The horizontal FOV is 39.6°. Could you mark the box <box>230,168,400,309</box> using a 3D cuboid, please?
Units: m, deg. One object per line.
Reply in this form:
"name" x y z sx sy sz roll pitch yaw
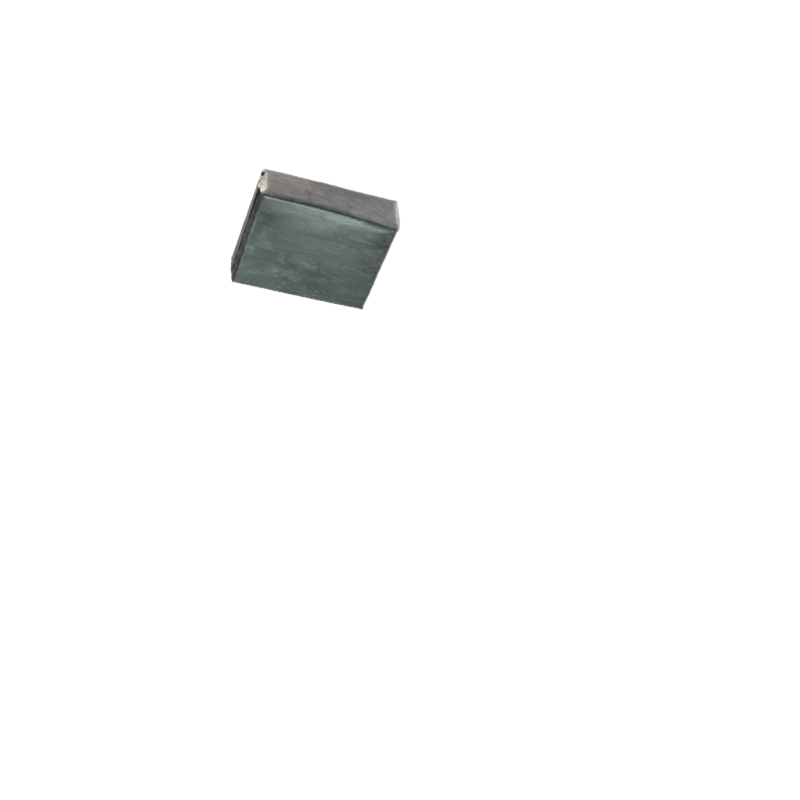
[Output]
"box" -0.068 -0.123 0.864 0.111 0.086 0.042 14 40 -13
